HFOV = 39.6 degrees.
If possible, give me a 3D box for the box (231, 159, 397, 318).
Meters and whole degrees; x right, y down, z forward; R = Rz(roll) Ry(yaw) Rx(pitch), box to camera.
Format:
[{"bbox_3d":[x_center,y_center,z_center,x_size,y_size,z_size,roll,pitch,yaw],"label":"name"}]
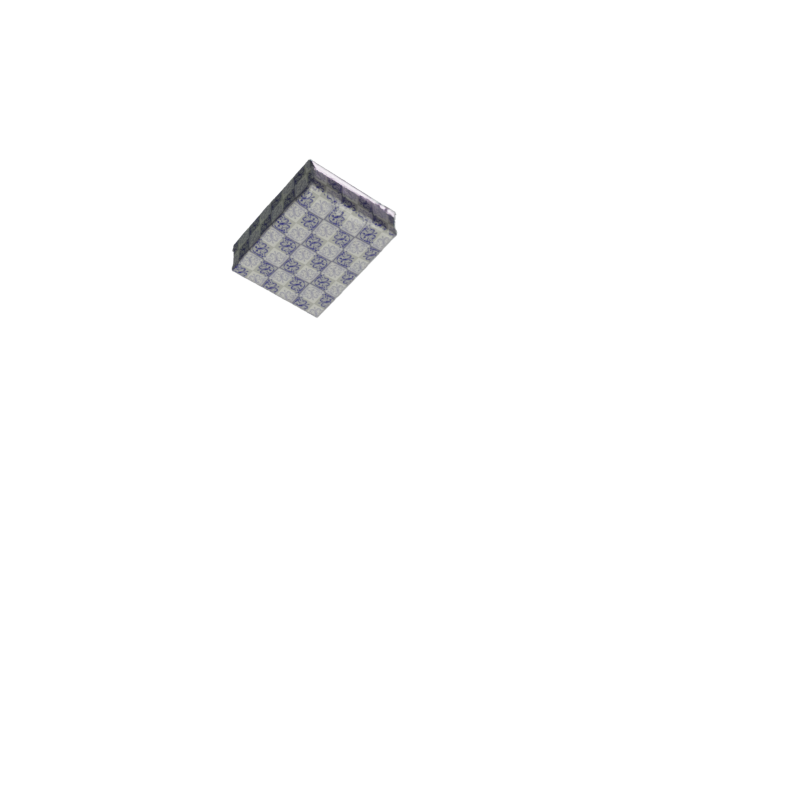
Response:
[{"bbox_3d":[-0.071,-0.130,0.909,0.085,0.042,0.111,30,-54,-26],"label":"box"}]
